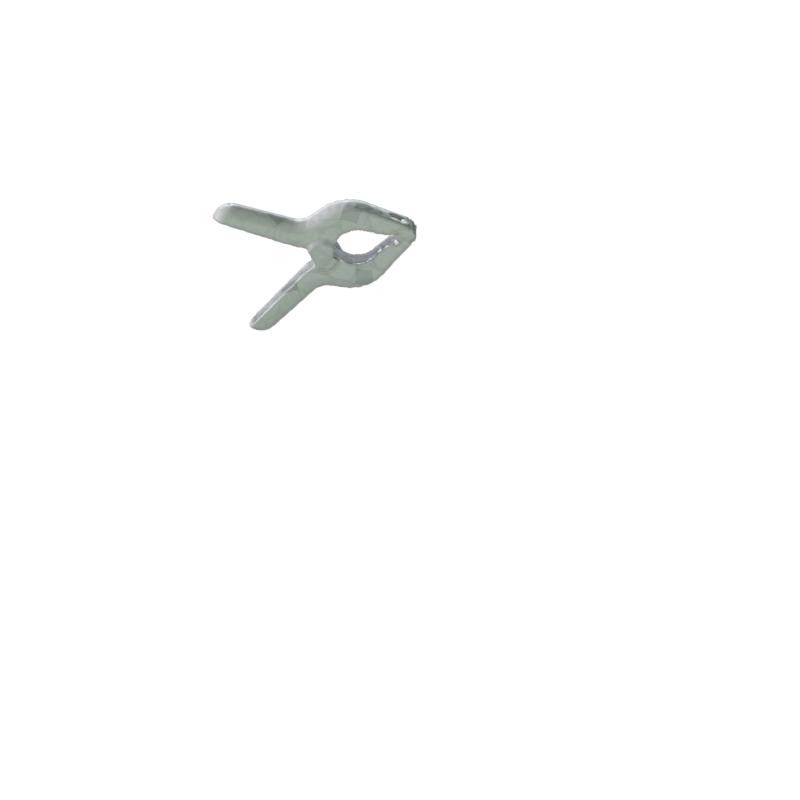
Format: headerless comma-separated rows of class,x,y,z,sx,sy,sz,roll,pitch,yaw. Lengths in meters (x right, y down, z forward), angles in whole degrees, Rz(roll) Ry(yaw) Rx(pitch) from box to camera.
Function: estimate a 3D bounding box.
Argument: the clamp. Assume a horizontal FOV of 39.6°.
clamp,-0.075,-0.136,0.952,0.172,0.113,0.042,-21,28,11
